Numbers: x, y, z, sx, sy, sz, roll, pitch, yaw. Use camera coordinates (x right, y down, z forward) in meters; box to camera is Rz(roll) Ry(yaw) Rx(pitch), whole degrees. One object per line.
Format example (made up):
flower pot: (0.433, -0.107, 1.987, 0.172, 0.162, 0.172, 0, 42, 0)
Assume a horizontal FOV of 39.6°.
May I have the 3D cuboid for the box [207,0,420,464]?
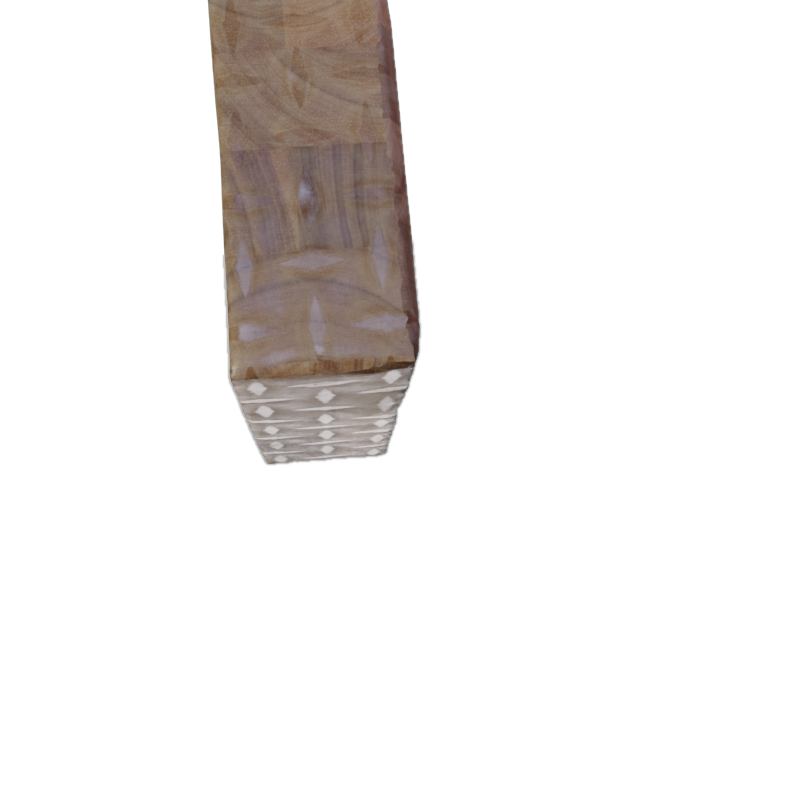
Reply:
box: (-0.038, -0.069, 0.482, 0.071, 0.171, 0.206, -5, -14, -5)
